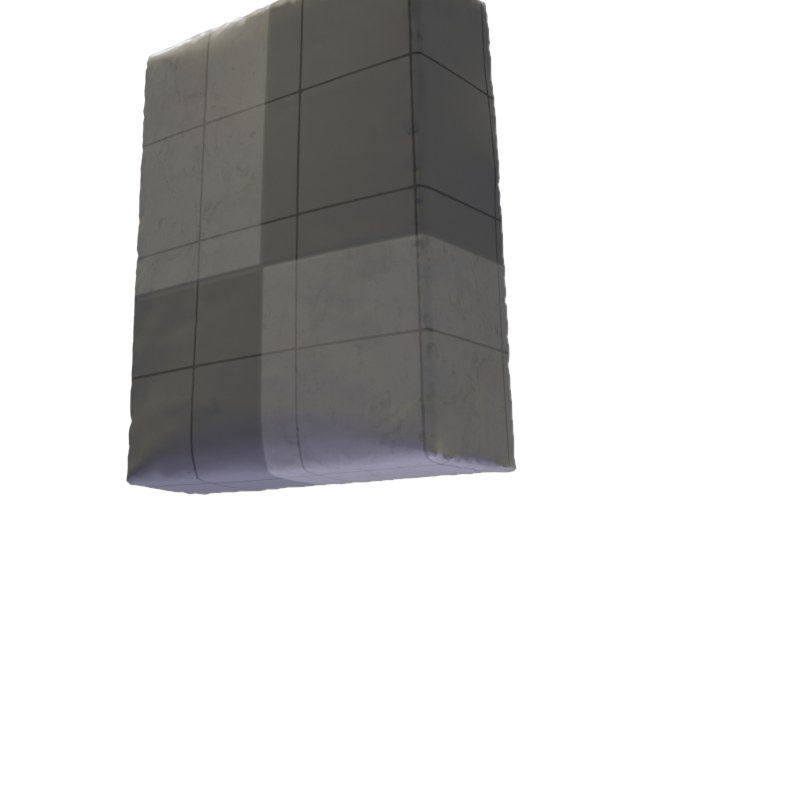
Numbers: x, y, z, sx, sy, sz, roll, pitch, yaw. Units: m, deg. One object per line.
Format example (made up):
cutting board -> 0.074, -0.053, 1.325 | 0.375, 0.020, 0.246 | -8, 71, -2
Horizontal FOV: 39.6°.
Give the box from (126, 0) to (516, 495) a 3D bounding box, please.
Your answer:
box -> -0.039, -0.071, 0.498 | 0.168, 0.223, 0.067 | -11, -19, 34
